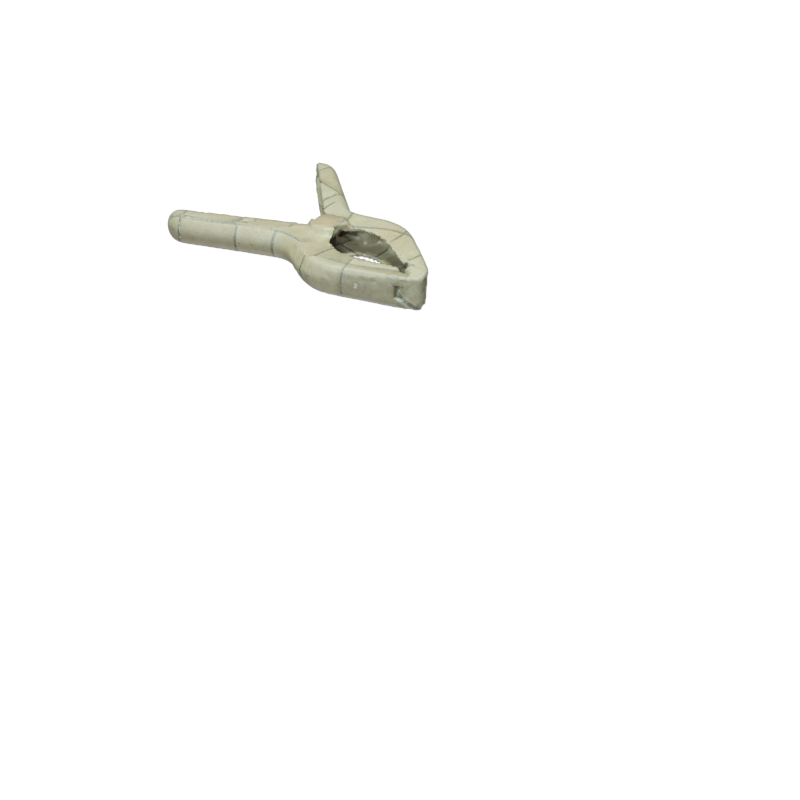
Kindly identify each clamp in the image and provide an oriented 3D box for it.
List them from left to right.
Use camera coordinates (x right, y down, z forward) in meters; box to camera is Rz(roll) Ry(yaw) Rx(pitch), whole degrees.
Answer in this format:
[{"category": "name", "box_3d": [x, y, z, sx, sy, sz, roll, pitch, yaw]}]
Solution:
[{"category": "clamp", "box_3d": [-0.066, -0.120, 0.840, 0.163, 0.034, 0.226, -22, 40, -29]}]
